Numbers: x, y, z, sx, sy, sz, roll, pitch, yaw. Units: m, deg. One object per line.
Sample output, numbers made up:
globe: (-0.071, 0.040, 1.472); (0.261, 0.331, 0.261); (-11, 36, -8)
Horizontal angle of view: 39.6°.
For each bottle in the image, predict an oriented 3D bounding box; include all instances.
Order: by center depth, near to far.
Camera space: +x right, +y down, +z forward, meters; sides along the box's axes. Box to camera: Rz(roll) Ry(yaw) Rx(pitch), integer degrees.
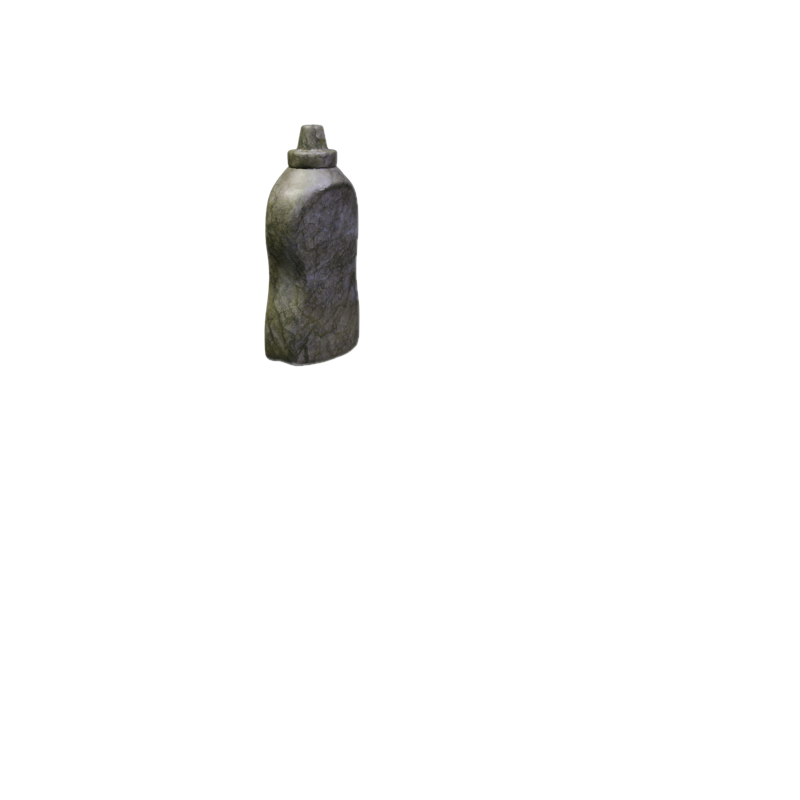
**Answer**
bottle: (-0.072, -0.131, 0.915); (0.061, 0.187, 0.094); (9, 15, 36)
